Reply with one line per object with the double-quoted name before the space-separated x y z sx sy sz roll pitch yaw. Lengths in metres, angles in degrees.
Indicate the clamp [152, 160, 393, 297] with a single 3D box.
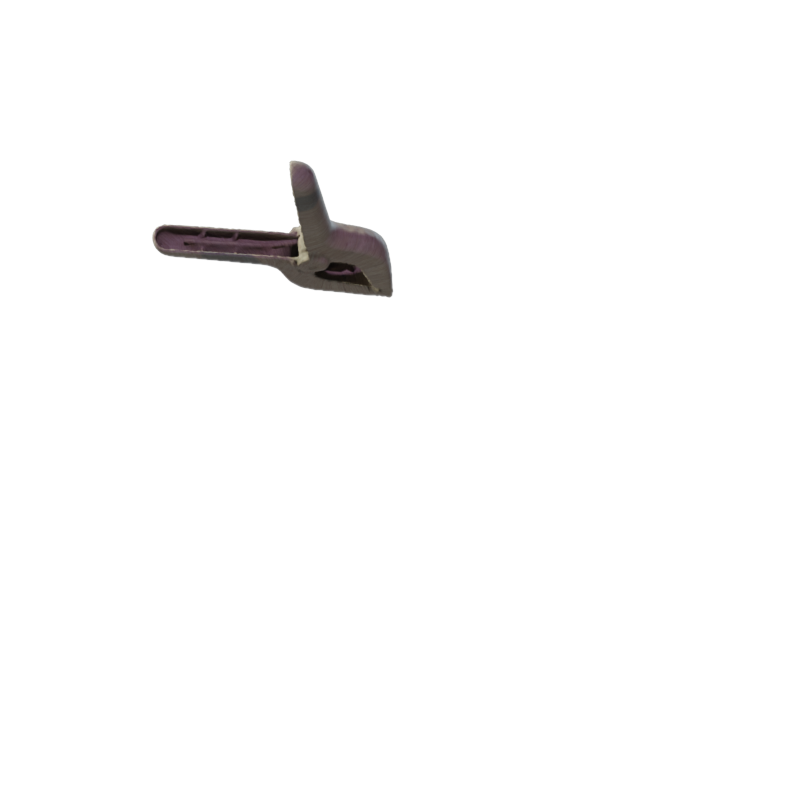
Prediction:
"clamp" -0.070 -0.128 0.894 0.198 0.038 0.166 16 -25 -39
